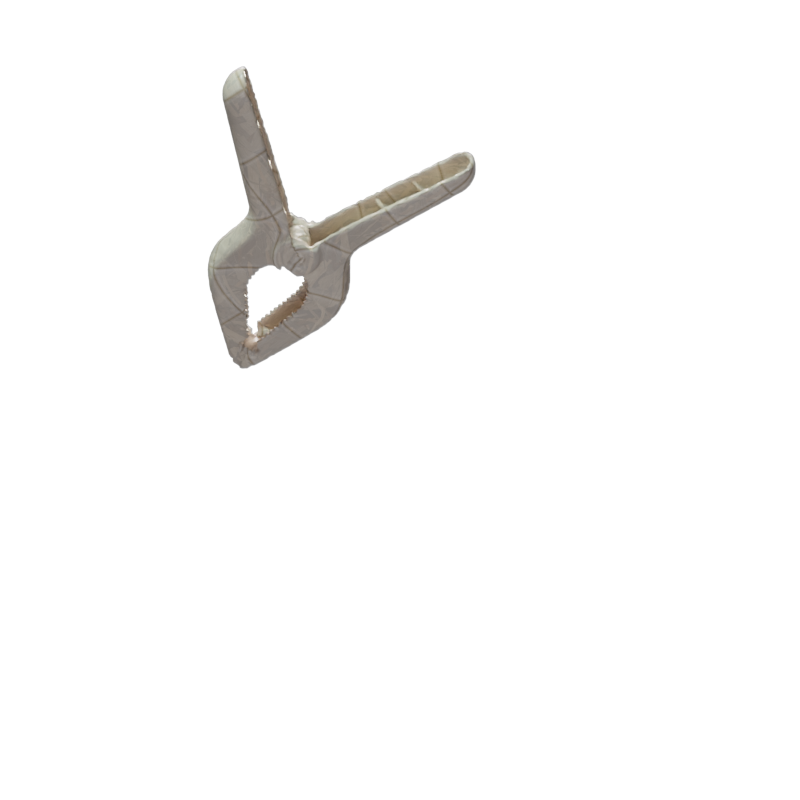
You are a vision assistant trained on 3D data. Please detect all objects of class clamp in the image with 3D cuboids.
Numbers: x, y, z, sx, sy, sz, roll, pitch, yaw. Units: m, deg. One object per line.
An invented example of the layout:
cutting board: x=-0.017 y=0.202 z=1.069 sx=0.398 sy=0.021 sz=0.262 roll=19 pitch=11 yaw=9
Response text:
clamp: x=-0.056 y=-0.102 z=0.718 sx=0.161 sy=0.200 sz=0.039 roll=15 pitch=34 yaw=-11
